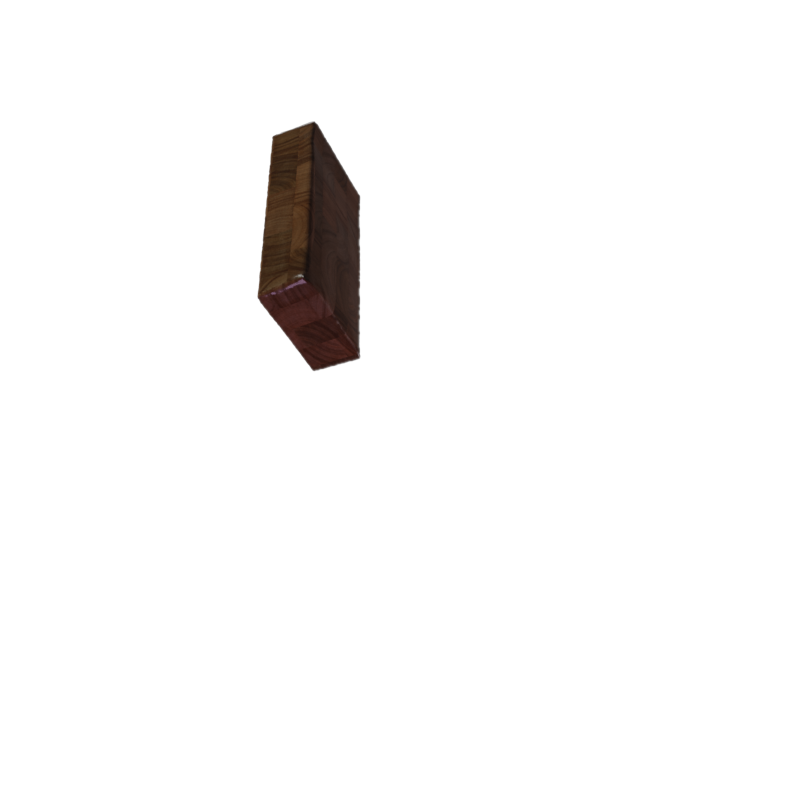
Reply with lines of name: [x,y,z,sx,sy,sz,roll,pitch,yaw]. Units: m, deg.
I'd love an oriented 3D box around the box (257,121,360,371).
box: [-0.066,-0.121,0.846,0.048,0.189,0.086,-19,-45,16]
